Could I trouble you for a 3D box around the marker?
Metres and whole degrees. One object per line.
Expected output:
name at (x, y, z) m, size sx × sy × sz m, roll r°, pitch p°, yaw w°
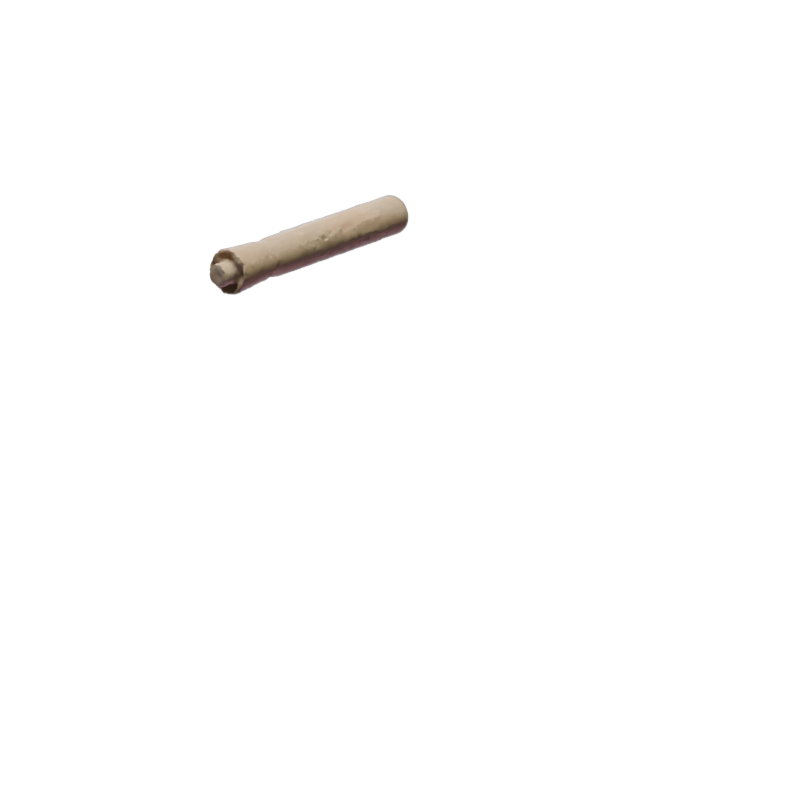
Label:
marker at (-0.037, -0.068, 0.475) m, size 0.020 × 0.019 × 0.120 m, roll 3°, pitch 20°, yaw 36°
